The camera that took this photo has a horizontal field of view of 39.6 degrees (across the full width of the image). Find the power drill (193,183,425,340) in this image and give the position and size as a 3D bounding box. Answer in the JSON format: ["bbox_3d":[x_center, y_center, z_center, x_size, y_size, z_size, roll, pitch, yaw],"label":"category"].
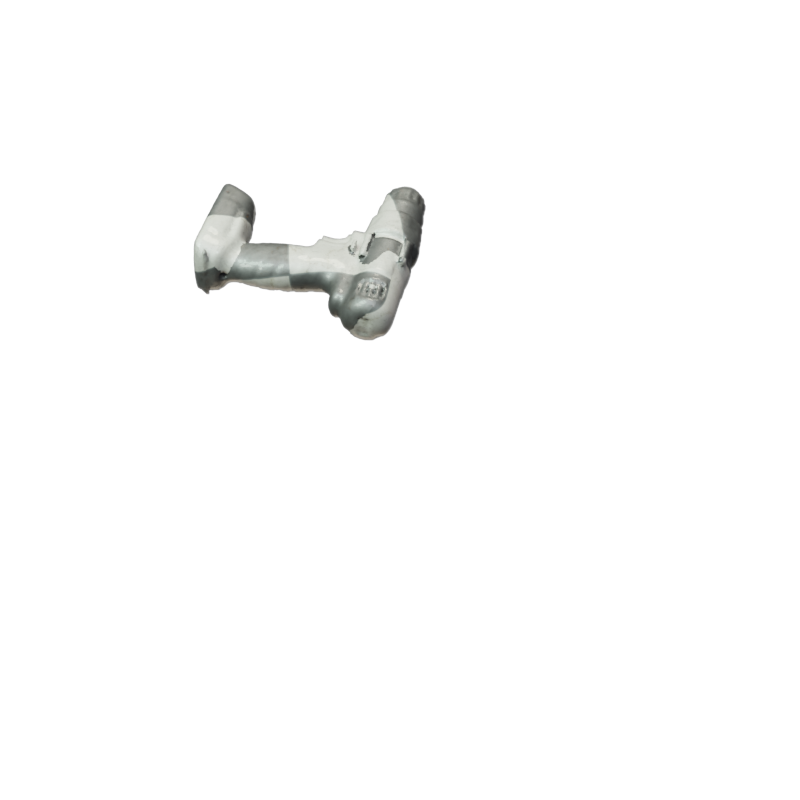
[{"bbox_3d":[-0.077,-0.141,0.986,0.191,0.053,0.194,9,44,10],"label":"power drill"}]
